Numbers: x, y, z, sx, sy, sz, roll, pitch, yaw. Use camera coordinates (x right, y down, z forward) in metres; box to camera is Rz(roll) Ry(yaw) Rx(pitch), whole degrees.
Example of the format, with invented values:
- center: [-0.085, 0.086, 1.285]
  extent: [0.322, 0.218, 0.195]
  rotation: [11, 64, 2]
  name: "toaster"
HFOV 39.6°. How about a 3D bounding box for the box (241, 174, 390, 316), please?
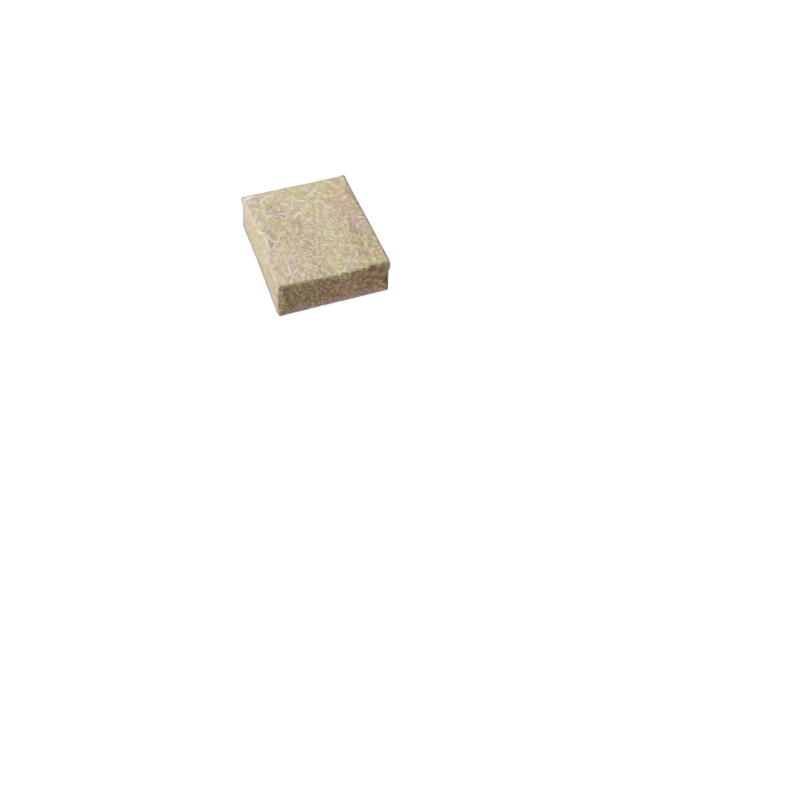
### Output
- center: [-0.056, -0.102, 0.711]
  extent: [0.072, 0.097, 0.028]
  rotation: [-14, -40, -13]
  name: "box"
